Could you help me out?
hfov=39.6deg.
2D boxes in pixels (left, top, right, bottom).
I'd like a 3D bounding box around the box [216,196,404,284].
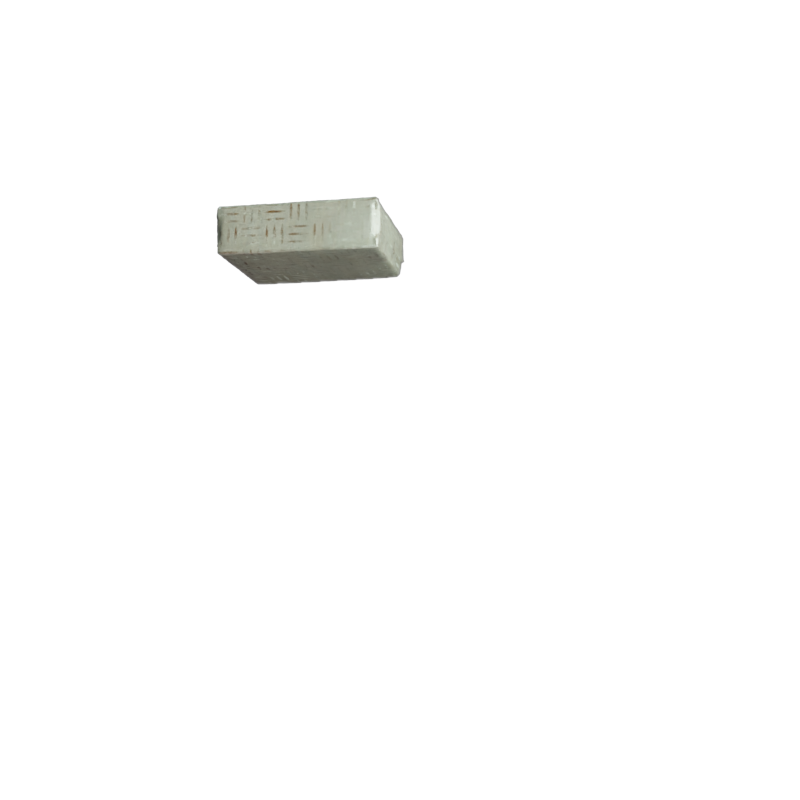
[{"bbox_3d":[-0.048,-0.087,0.610,0.091,0.031,0.070,-2,-8,12],"label":"box"}]
